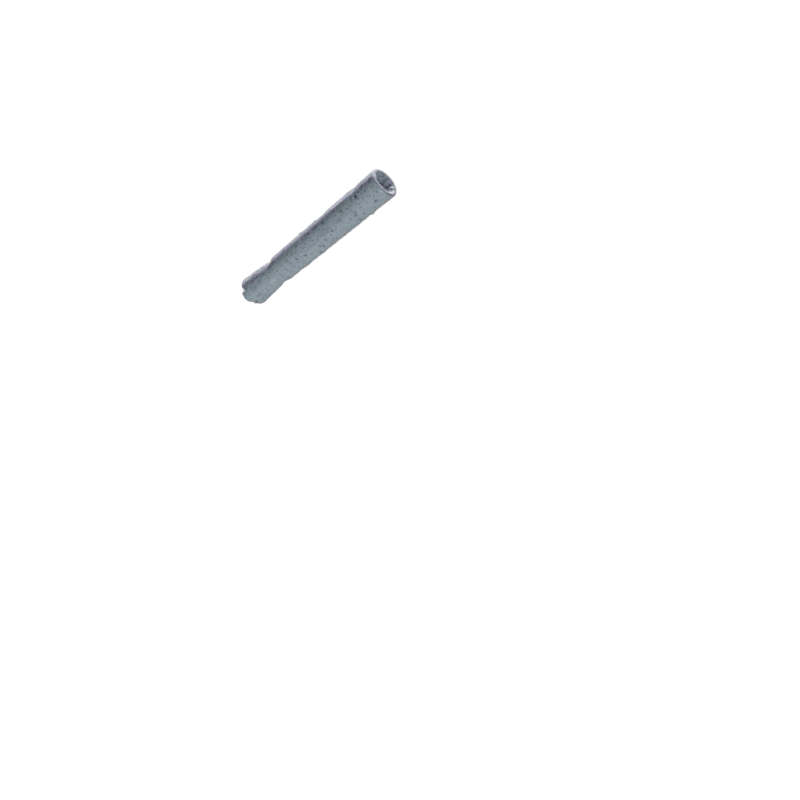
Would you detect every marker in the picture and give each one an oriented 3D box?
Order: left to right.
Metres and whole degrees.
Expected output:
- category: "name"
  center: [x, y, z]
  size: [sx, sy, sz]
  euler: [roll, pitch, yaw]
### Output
- category: "marker"
  center: [-0.051, -0.092, 0.646]
  size: [0.120, 0.021, 0.019]
  euler: [-34, -17, 31]
